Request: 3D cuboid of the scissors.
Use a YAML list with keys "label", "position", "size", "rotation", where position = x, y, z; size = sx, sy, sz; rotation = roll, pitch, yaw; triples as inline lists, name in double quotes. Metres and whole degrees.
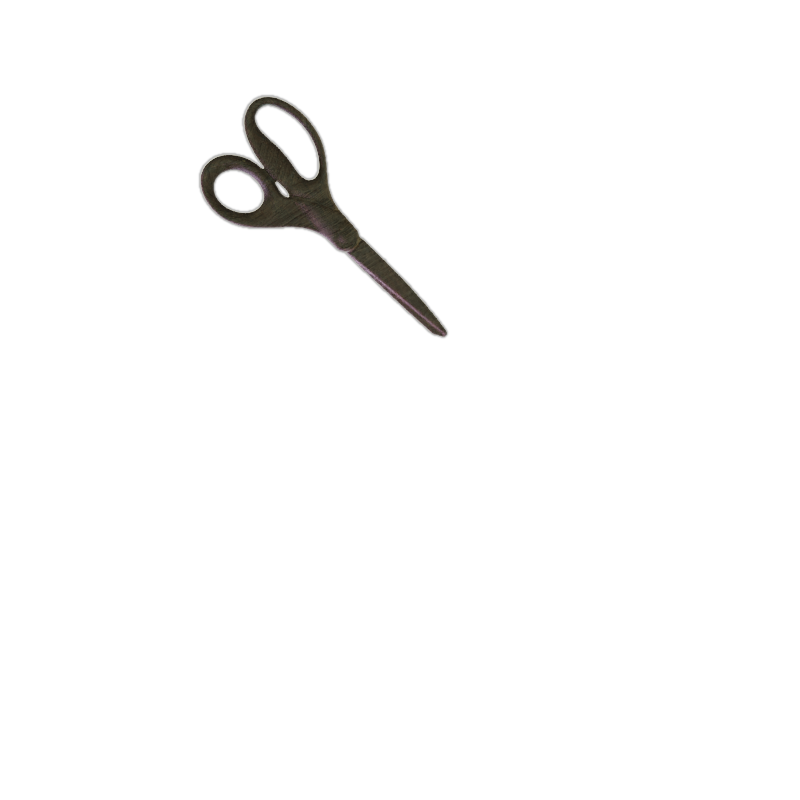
- label: "scissors"
  position: [-0.058, -0.106, 0.742]
  size: [0.096, 0.198, 0.016]
  rotation: [-30, 6, 3]
